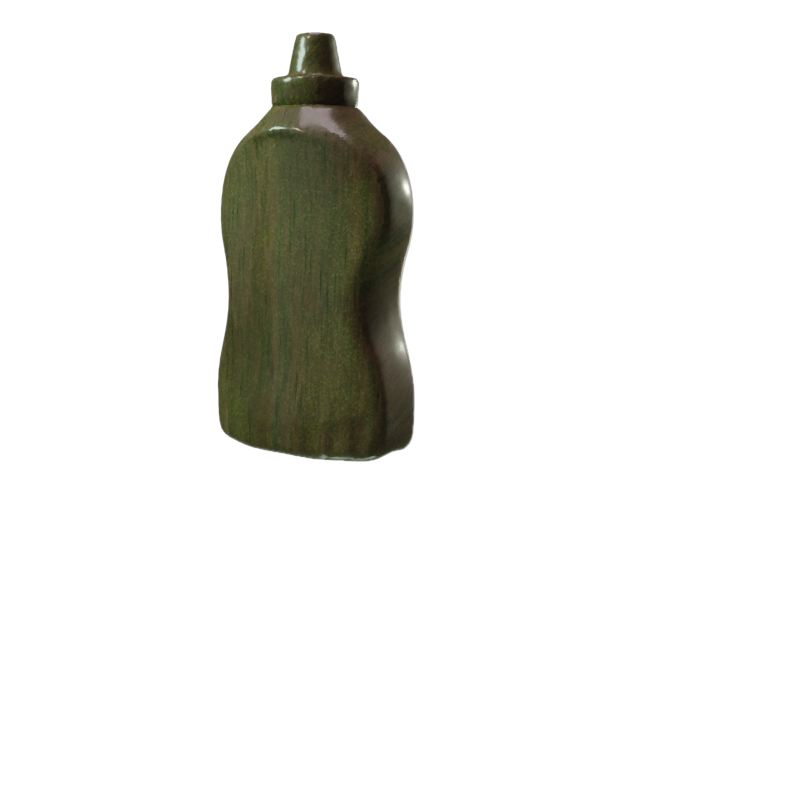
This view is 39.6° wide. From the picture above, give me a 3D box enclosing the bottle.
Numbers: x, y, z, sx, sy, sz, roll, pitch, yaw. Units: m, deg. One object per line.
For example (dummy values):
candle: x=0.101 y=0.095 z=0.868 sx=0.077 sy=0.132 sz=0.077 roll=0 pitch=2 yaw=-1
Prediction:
bottle: x=-0.040 y=-0.074 z=0.517 sx=0.100 sy=0.190 sz=0.056 roll=4 pitch=6 yaw=36
